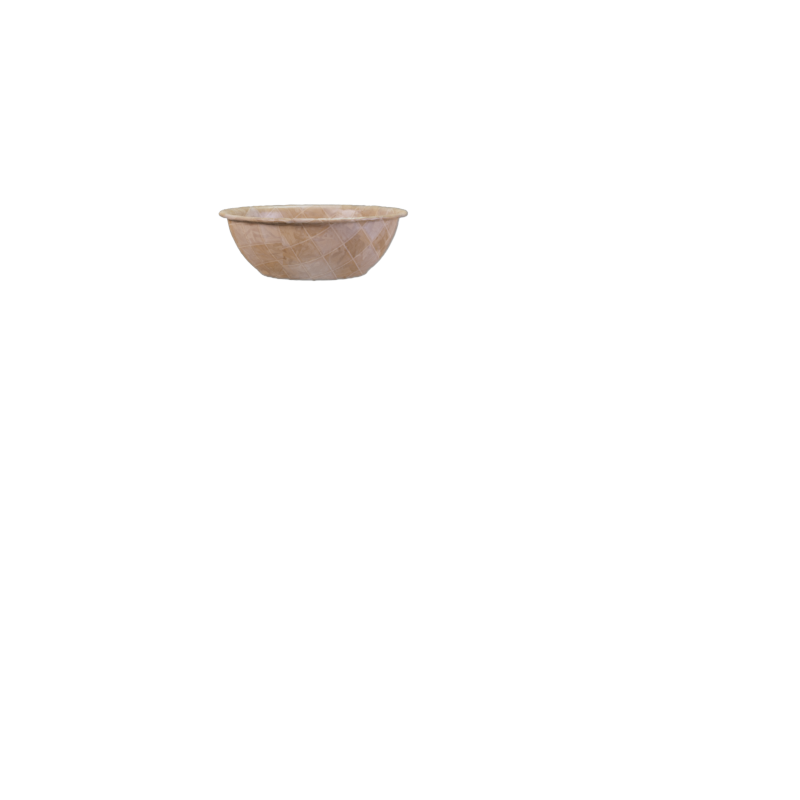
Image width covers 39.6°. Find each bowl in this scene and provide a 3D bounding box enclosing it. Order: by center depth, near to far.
[{"bbox_3d":[-0.074,-0.135,0.948,0.162,0.054,0.166,0,14,-2],"label":"bowl"}]
